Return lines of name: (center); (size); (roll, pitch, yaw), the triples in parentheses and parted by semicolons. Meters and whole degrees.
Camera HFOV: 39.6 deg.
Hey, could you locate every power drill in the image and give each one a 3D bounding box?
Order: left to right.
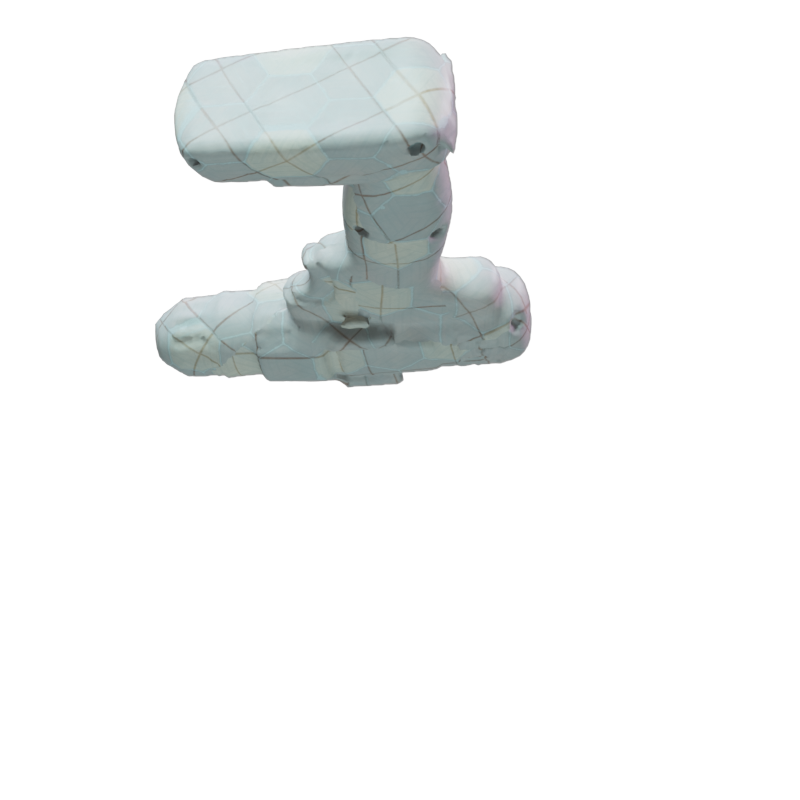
power drill: (-0.038, -0.070, 0.487); (0.186, 0.061, 0.174); (-5, -31, 7)
